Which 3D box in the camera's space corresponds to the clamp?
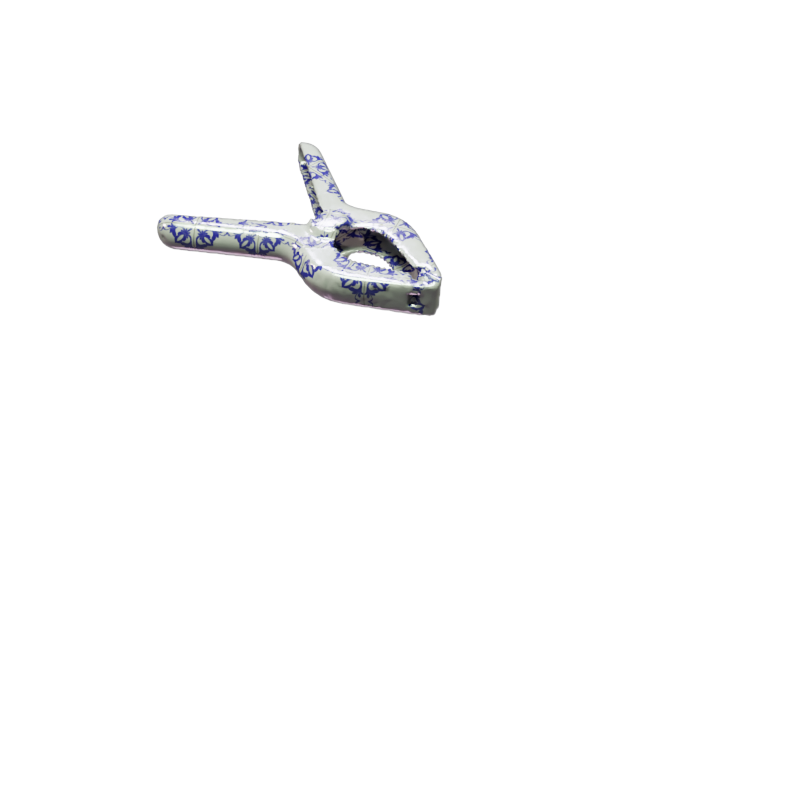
[{"bbox_3d":[-0.063,-0.116,0.810,0.164,0.034,0.225,-31,50,-30],"label":"clamp"}]
